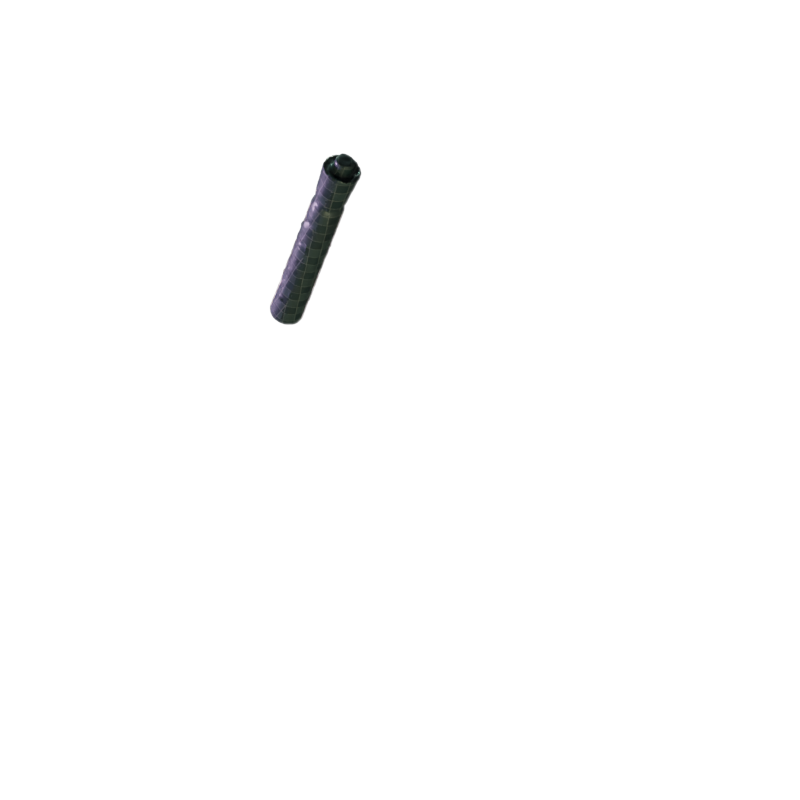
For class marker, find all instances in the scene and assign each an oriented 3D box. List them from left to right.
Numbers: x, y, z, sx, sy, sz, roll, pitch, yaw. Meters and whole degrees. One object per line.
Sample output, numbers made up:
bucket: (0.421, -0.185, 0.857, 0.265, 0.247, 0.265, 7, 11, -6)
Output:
marker: (-0.044, -0.080, 0.561, 0.019, 0.021, 0.115, 0, -34, -22)
